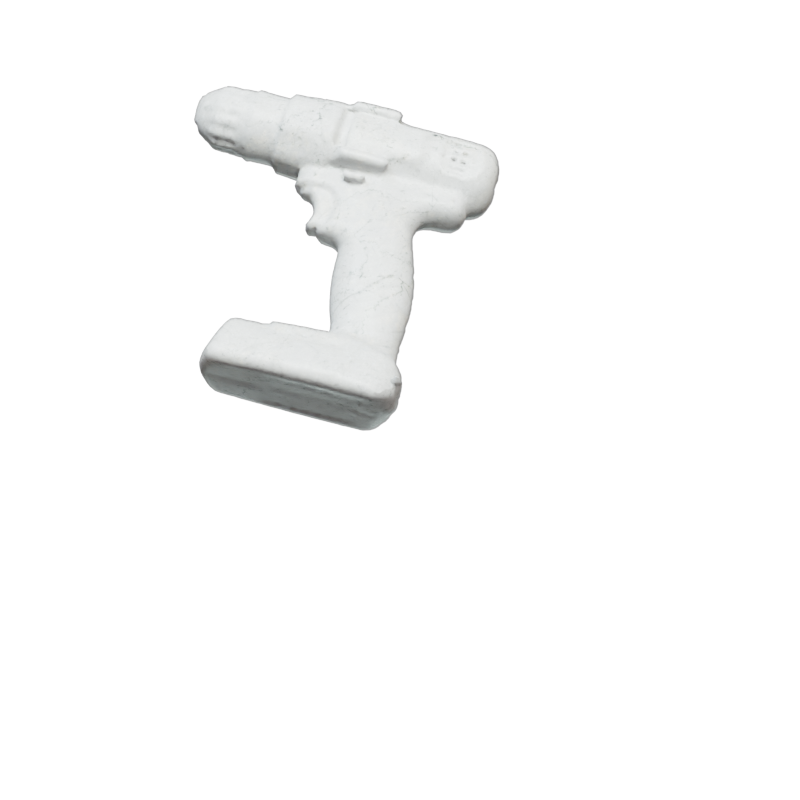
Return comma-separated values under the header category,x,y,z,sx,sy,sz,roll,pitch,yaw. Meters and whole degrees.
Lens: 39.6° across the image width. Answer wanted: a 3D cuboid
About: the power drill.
category,x,y,z,sx,sy,sz,roll,pitch,yaw
power drill,-0.049,-0.089,0.625,0.187,0.196,0.054,13,-26,6
